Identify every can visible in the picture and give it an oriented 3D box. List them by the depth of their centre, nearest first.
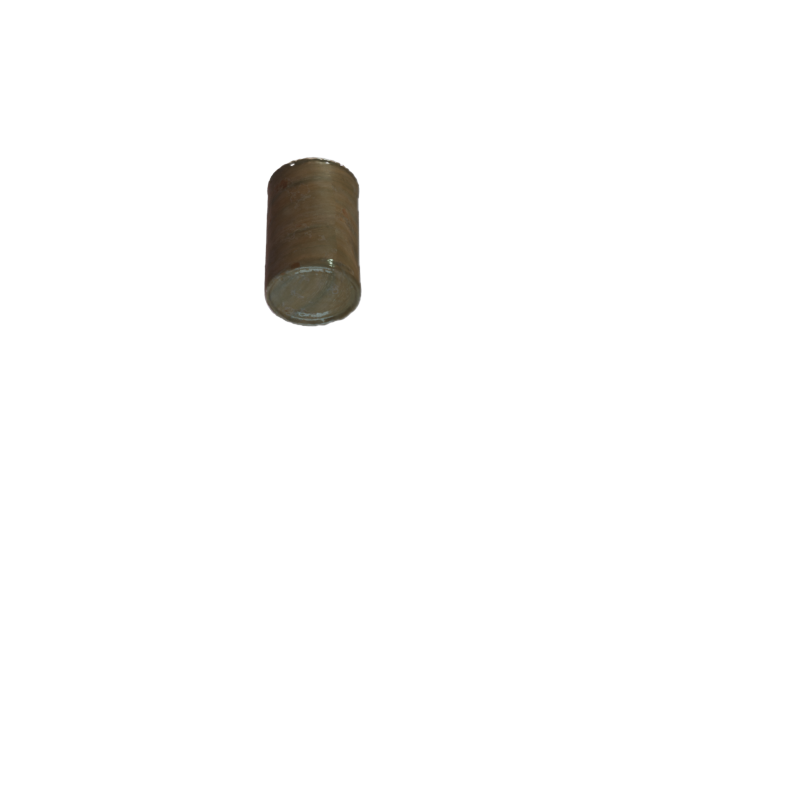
[{"bbox_3d":[-0.061,-0.111,0.780,0.068,0.110,0.064,-1,-38,-3],"label":"can"}]
